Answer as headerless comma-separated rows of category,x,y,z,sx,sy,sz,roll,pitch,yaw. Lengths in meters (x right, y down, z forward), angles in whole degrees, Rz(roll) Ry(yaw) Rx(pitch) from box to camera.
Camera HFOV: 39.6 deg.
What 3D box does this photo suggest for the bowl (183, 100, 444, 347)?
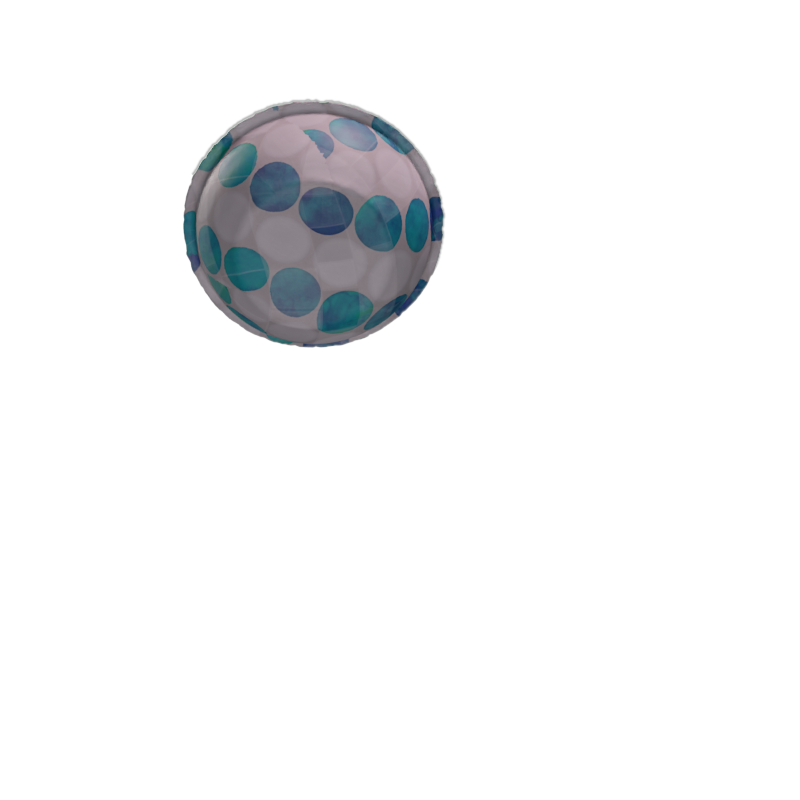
bowl,-0.052,-0.095,0.664,0.162,0.155,0.058,1,21,-1
